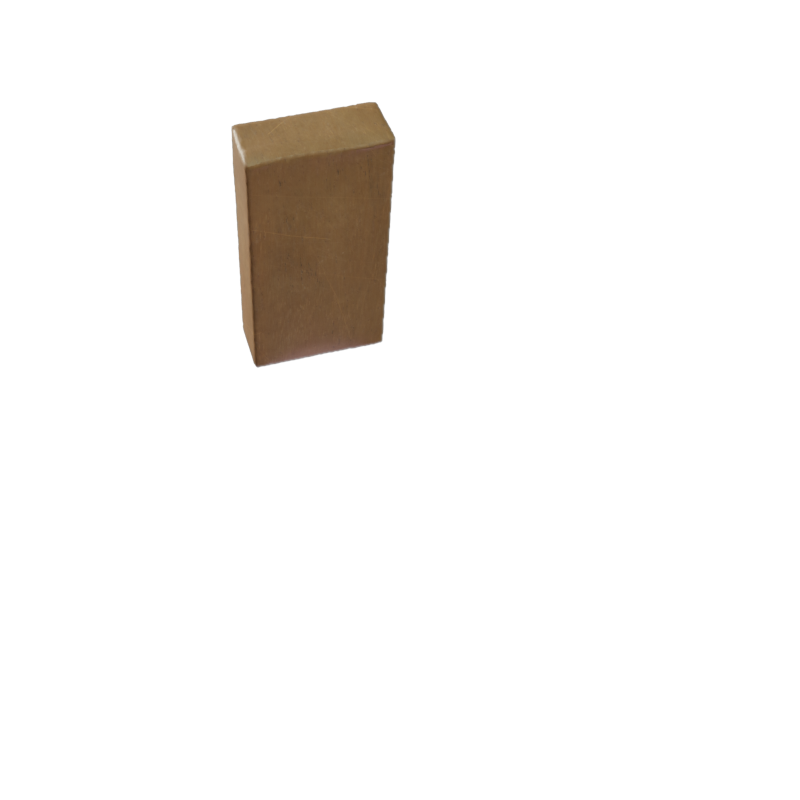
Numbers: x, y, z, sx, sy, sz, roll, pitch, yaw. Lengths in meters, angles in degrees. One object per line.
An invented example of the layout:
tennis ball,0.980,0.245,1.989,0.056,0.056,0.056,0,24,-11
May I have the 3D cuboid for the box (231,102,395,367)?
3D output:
box,-0.055,-0.100,0.704,0.092,0.052,0.164,-12,-39,-13
